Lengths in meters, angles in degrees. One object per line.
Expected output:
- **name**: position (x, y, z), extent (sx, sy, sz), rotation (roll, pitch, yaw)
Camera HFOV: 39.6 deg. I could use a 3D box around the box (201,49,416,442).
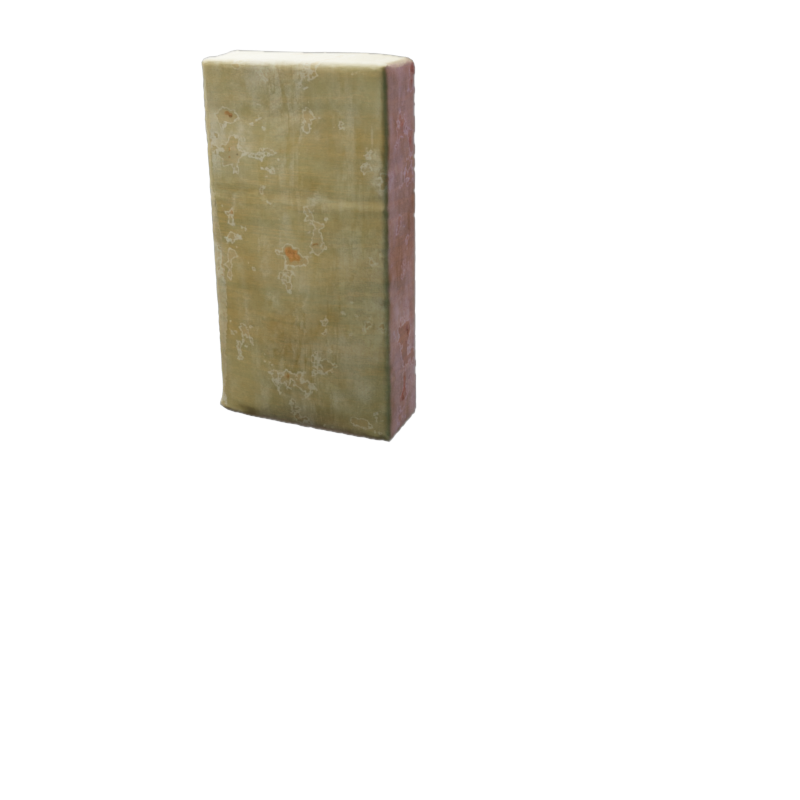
- **box**: position (-0.041, -0.075, 0.524), extent (0.097, 0.170, 0.048), rotation (8, 17, 22)
